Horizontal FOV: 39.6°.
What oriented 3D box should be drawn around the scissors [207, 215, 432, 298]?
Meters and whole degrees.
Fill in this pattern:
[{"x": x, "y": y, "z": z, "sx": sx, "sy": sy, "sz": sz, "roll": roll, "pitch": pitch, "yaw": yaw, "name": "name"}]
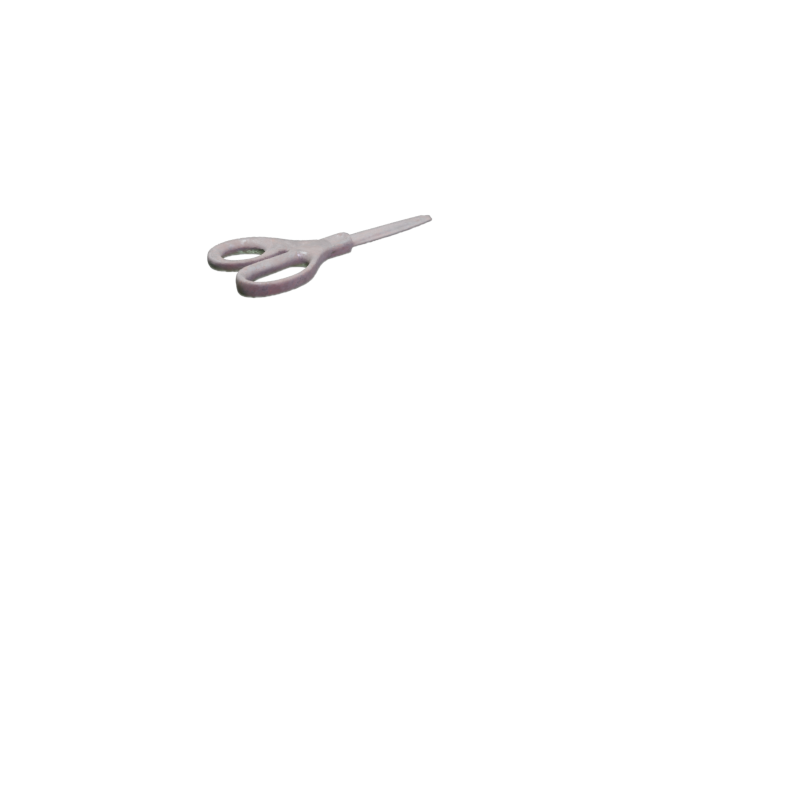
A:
[{"x": -0.068, "y": -0.124, "z": 0.868, "sx": 0.101, "sy": 0.015, "sz": 0.202, "roll": 18, "pitch": 33, "yaw": 29, "name": "scissors"}]
